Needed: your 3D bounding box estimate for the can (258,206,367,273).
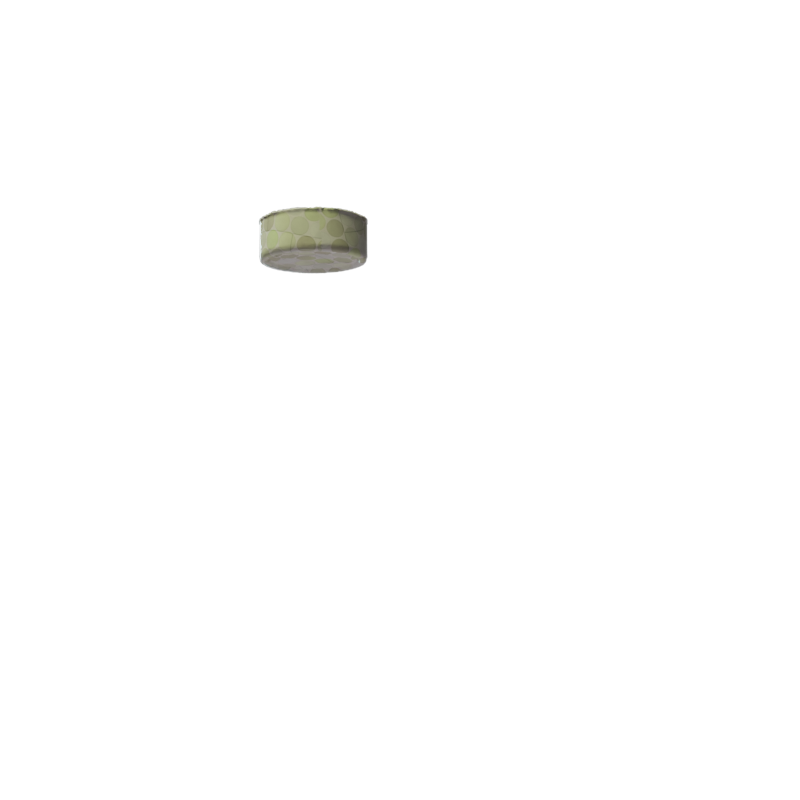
[{"bbox_3d":[-0.068,-0.124,0.869,0.086,0.034,0.084,0,-7,-2],"label":"can"}]
